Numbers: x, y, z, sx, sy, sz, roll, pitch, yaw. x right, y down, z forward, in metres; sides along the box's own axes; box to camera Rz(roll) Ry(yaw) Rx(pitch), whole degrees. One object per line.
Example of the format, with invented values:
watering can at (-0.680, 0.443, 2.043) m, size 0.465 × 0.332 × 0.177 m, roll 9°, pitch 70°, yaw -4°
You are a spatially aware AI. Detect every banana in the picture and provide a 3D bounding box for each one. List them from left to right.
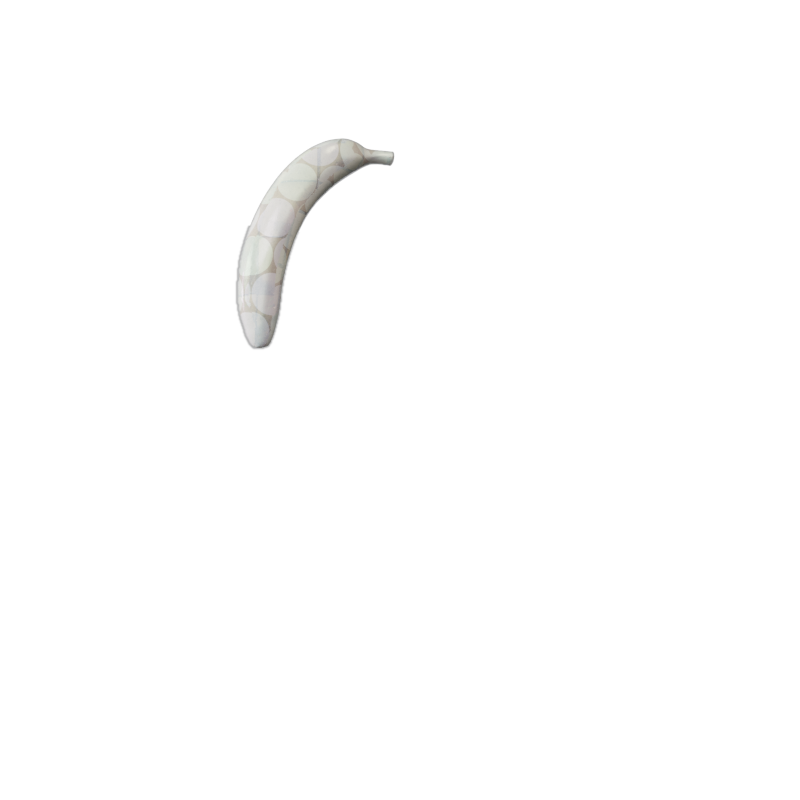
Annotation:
banana at (-0.082, -0.137, 0.872) m, size 0.071 × 0.201 × 0.035 m, roll 30°, pitch -15°, yaw 8°
